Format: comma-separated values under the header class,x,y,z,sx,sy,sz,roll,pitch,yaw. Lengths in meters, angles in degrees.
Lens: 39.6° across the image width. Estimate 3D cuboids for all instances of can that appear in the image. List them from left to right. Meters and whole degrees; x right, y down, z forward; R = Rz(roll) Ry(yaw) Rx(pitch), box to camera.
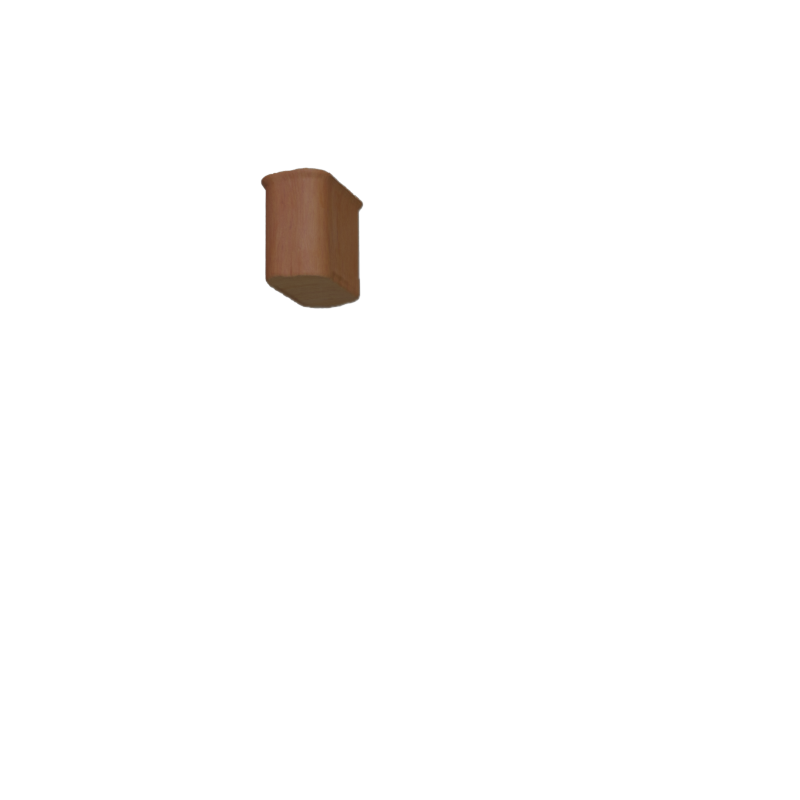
class,x,y,z,sx,sy,sz,roll,pitch,yaw
can,-0.068,-0.124,0.869,0.059,0.087,0.096,-7,-15,20
